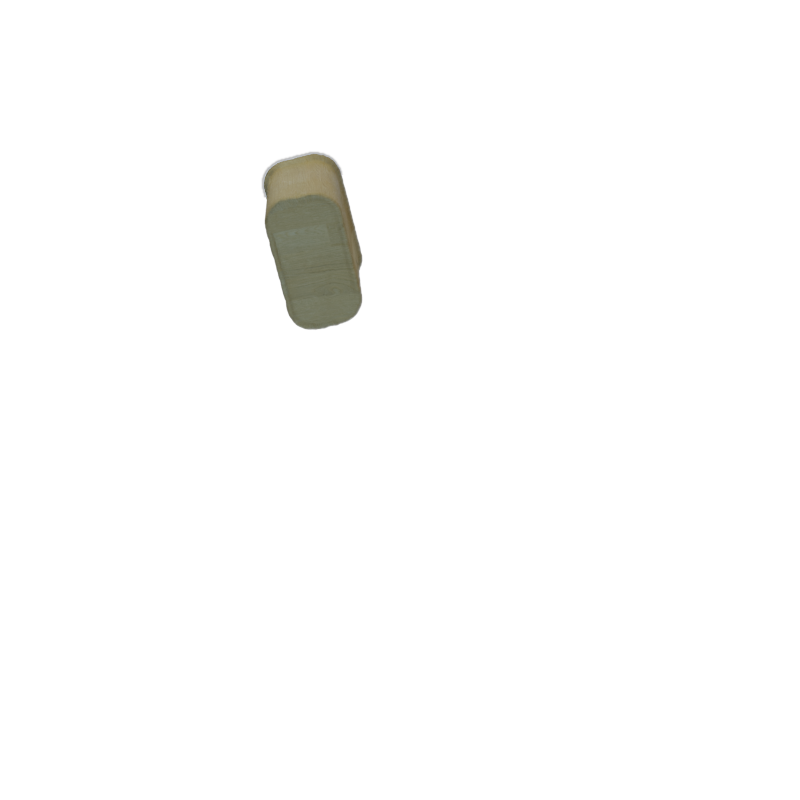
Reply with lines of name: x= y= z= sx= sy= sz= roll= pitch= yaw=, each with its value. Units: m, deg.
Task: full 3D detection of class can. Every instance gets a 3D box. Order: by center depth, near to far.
can: x=-0.060 y=-0.110 z=0.771 sx=0.058 sy=0.097 sz=0.088 roll=-13 pitch=24 yaw=3
